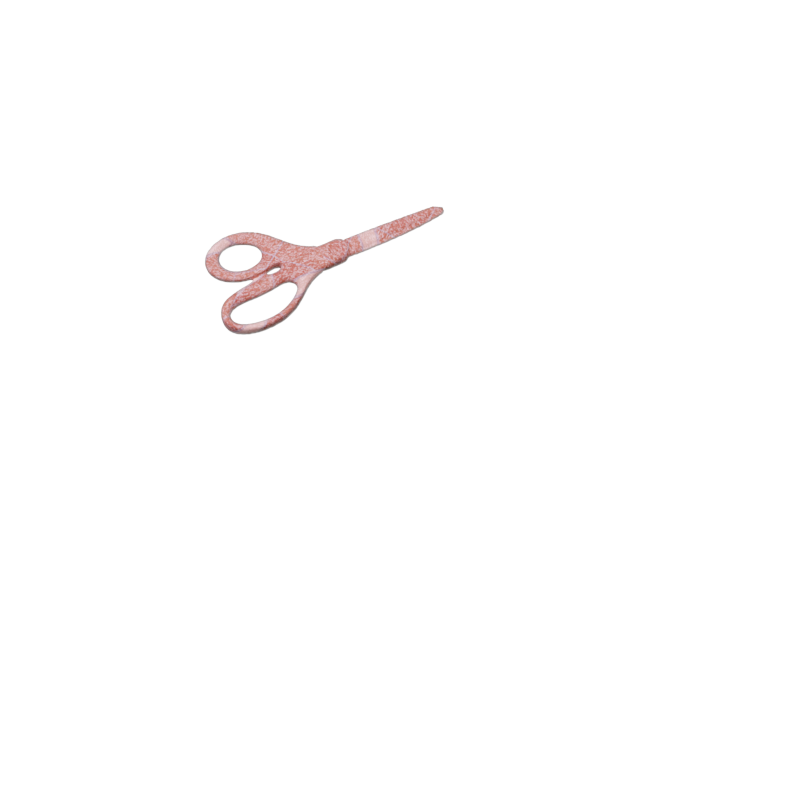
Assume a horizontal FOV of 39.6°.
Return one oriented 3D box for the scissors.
[{"bbox_3d":[-0.070,-0.127,0.888,0.203,0.102,0.015,-39,-23,-20],"label":"scissors"}]
